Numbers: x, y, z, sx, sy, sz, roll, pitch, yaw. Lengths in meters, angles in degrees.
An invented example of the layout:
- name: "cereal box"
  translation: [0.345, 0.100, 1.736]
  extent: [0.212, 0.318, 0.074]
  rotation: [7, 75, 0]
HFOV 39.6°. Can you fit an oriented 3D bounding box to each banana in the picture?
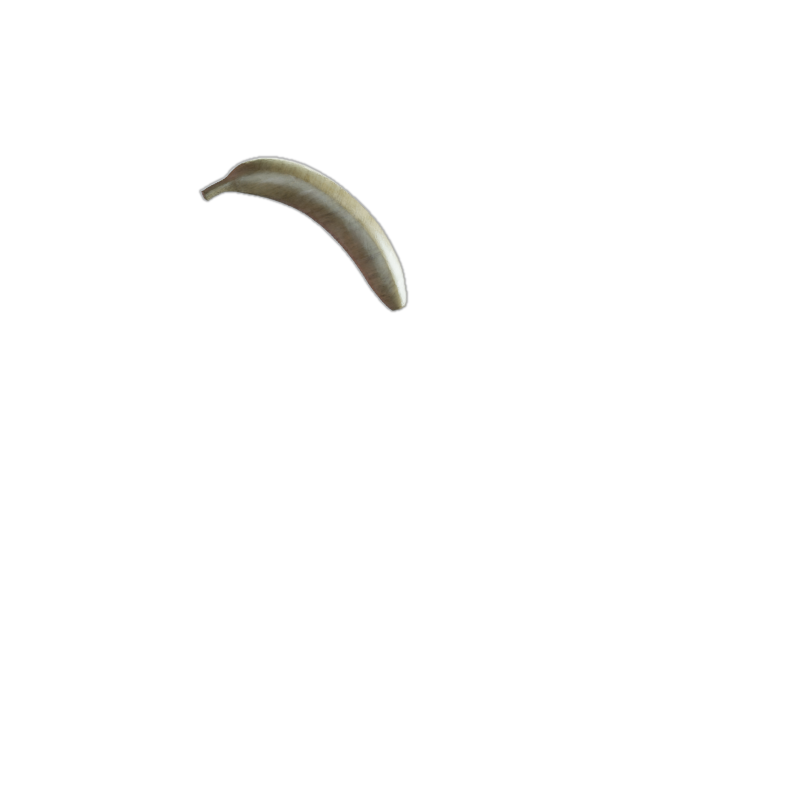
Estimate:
- name: "banana"
  translation: [-0.067, -0.151, 0.936]
  extent: [0.196, 0.069, 0.037]
  rotation: [30, 6, -3]
